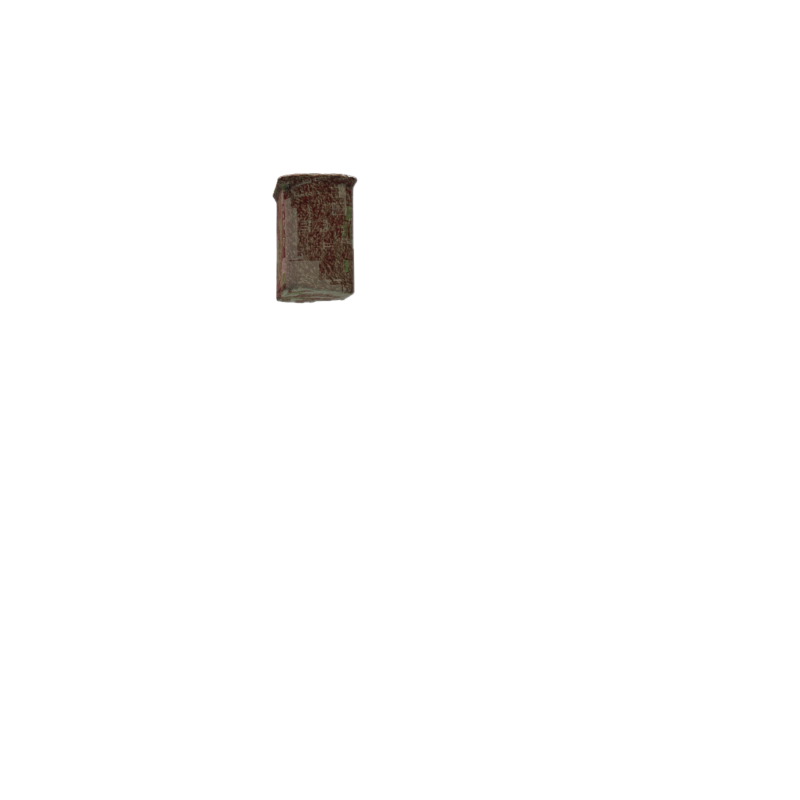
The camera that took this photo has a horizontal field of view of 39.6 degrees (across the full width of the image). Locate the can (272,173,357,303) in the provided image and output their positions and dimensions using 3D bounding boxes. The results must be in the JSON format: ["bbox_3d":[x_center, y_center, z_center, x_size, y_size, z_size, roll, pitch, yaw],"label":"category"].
[{"bbox_3d":[-0.064,-0.117,0.817,0.057,0.085,0.102,0,-3,-9],"label":"can"}]
